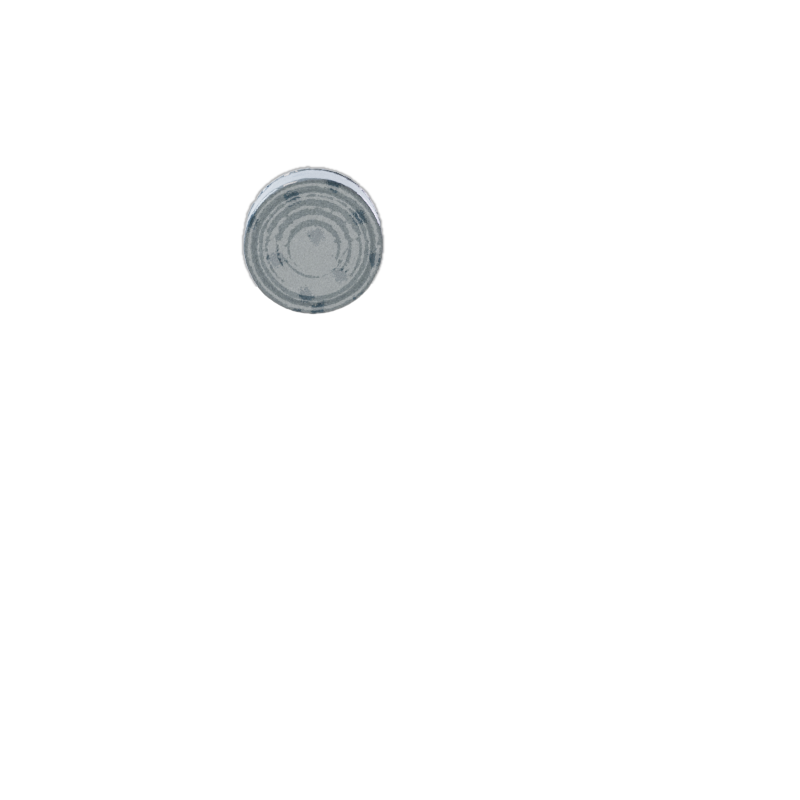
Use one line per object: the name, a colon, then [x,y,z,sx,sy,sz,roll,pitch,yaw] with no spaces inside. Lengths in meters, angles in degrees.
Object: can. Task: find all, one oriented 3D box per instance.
can: [-0.053,-0.097,0.676,0.086,0.083,0.035,0,16,-1]
